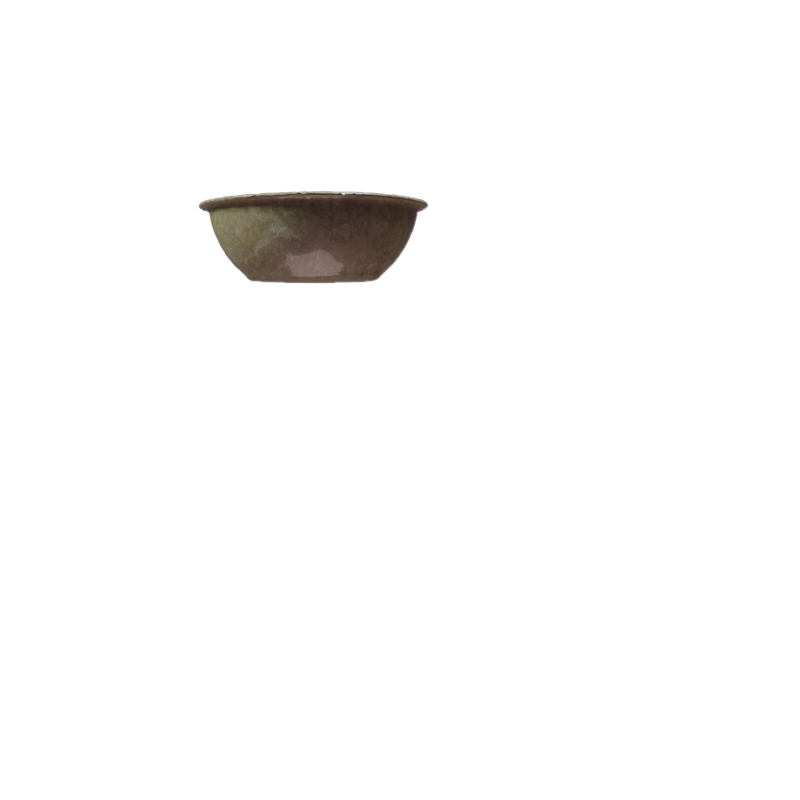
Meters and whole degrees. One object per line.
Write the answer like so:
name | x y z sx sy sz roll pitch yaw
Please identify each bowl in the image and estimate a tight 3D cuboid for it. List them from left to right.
bowl | -0.061 -0.111 0.781 0.162 0.055 0.162 0 3 -2
